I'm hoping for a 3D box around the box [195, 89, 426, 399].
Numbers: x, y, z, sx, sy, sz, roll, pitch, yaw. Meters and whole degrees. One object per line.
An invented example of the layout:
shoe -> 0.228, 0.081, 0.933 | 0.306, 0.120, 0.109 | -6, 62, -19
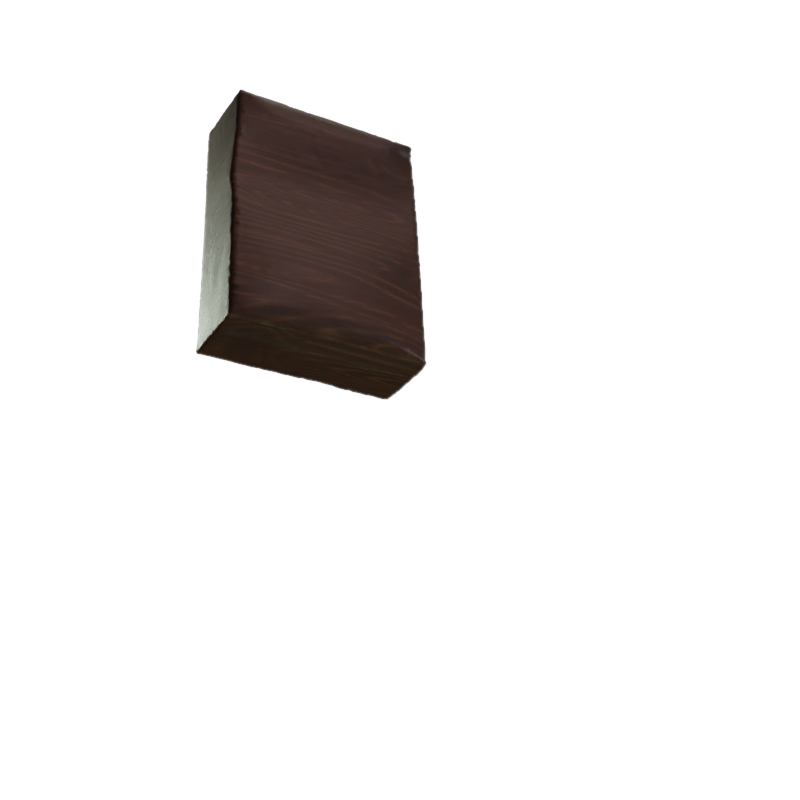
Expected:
box -> -0.068, -0.123, 0.865 | 0.157, 0.228, 0.070 | 14, -36, -24
